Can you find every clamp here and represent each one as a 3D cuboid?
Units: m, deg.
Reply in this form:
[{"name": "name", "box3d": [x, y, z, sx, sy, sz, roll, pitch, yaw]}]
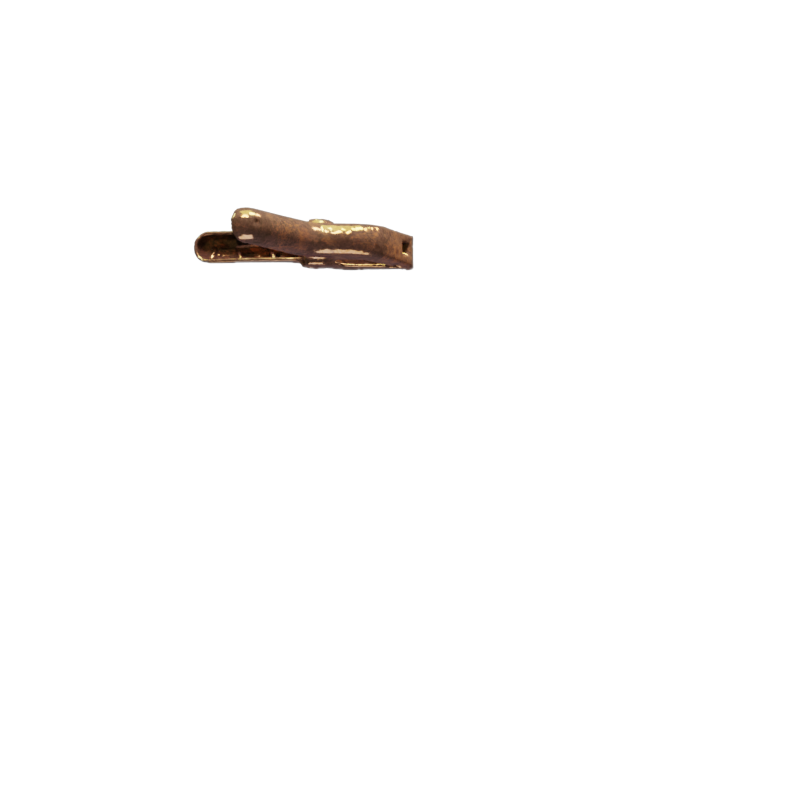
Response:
[{"name": "clamp", "box3d": [-0.066, -0.120, 0.841, 0.169, 0.039, 0.122, -1, 3, -13]}]
